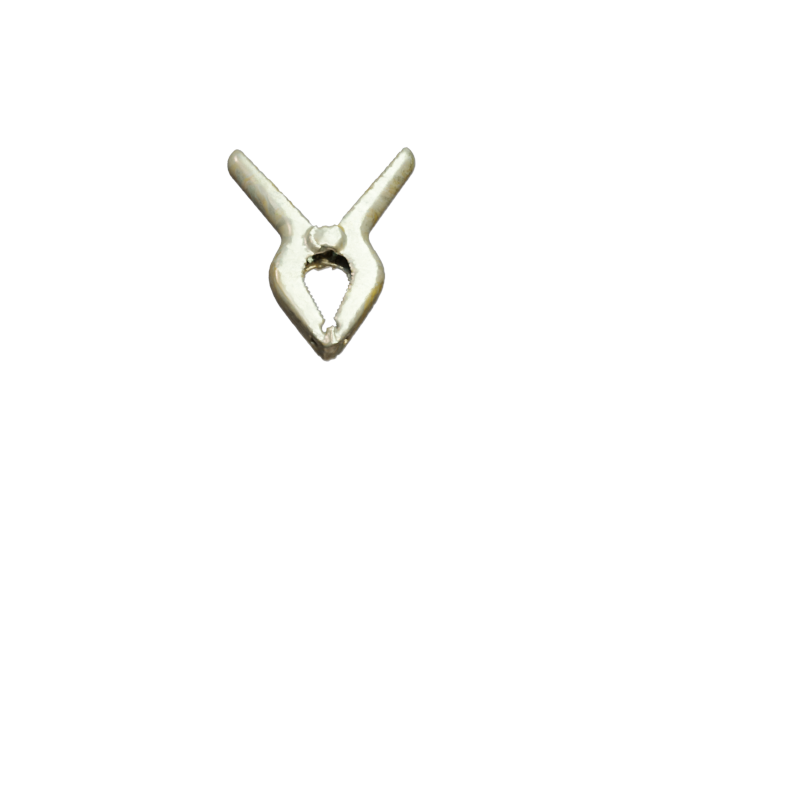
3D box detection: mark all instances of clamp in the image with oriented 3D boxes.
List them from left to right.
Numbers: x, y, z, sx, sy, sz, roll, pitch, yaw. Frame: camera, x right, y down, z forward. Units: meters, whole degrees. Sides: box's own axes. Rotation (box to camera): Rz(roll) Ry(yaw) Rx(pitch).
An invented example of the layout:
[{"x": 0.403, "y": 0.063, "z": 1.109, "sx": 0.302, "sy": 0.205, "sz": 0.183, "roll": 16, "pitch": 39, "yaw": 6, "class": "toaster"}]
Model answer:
[{"x": -0.073, "y": -0.133, "z": 0.929, "sx": 0.165, "sy": 0.223, "sz": 0.034, "roll": 3, "pitch": -32, "yaw": 2, "class": "clamp"}]
